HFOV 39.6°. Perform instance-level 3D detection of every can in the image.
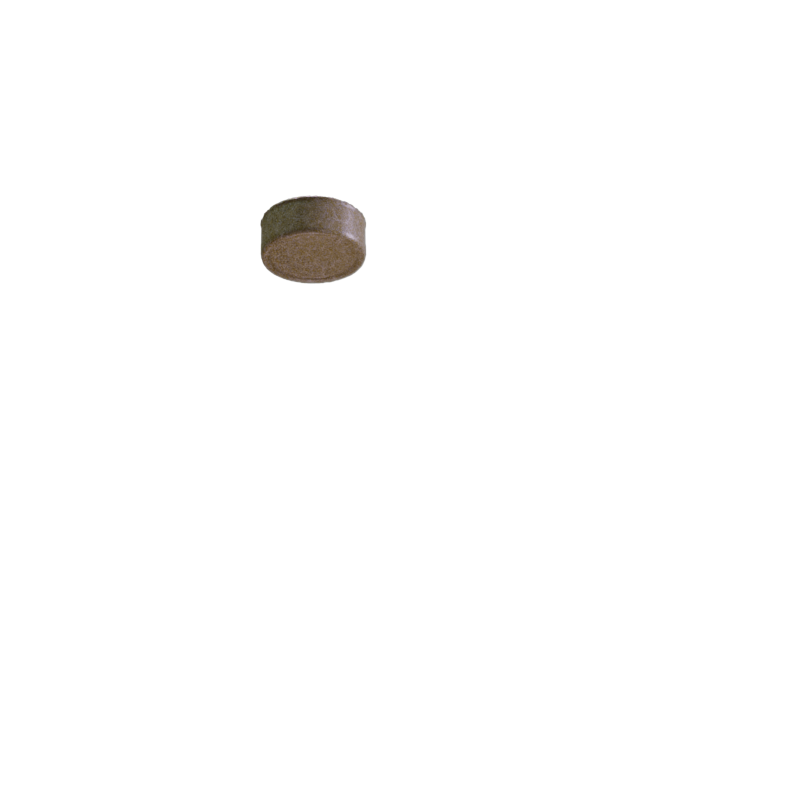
[{"bbox_3d":[-0.070,-0.127,0.892,0.086,0.036,0.081,1,-25,-2],"label":"can"}]
